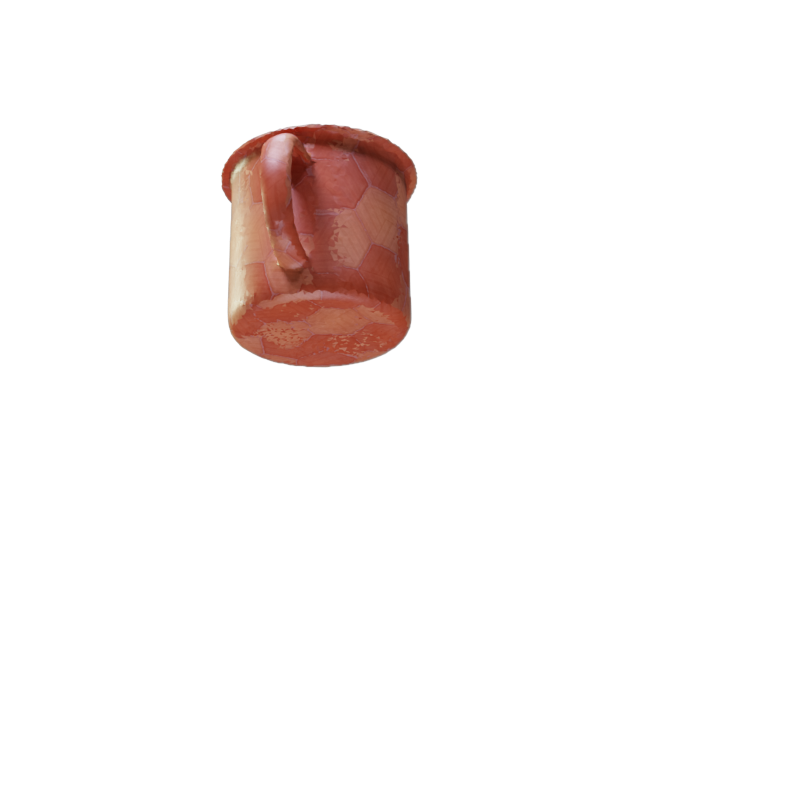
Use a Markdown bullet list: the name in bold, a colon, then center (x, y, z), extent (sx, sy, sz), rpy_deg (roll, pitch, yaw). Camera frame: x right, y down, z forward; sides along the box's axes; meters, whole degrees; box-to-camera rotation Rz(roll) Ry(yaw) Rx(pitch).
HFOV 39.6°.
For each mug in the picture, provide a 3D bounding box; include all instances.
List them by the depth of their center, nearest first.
- **mug**: center (-0.039, -0.071, 0.496), extent (0.094, 0.086, 0.109), rpy_deg (-5, -26, 9)
